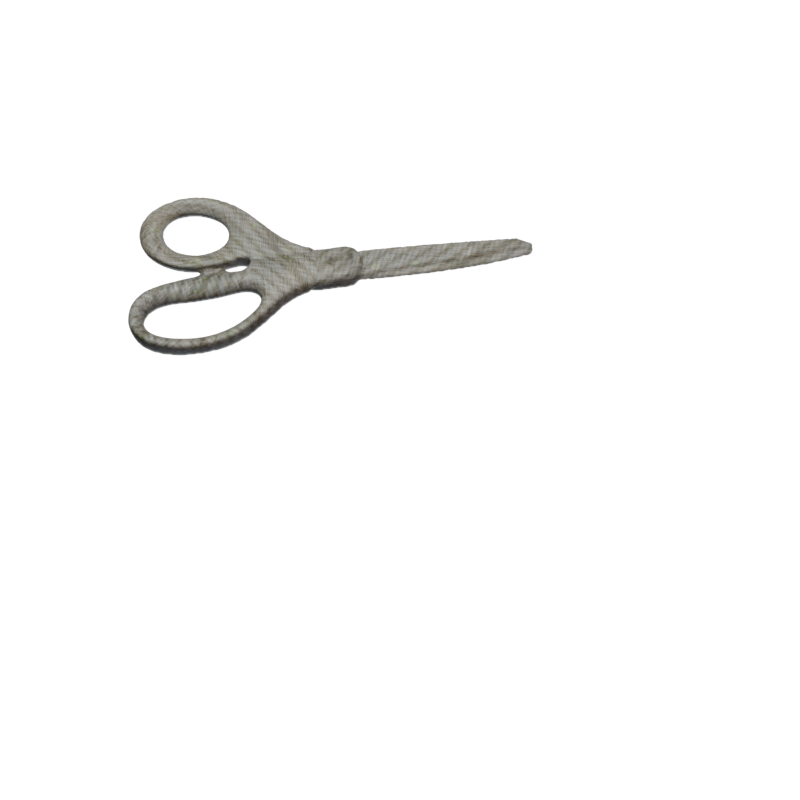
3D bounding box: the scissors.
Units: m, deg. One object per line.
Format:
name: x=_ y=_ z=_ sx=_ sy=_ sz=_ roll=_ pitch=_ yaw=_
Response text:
scissors: x=-0.044 y=-0.080 z=0.562 sx=0.200 sy=0.103 sz=0.015 roll=-21 pitch=-30 yaw=-12
